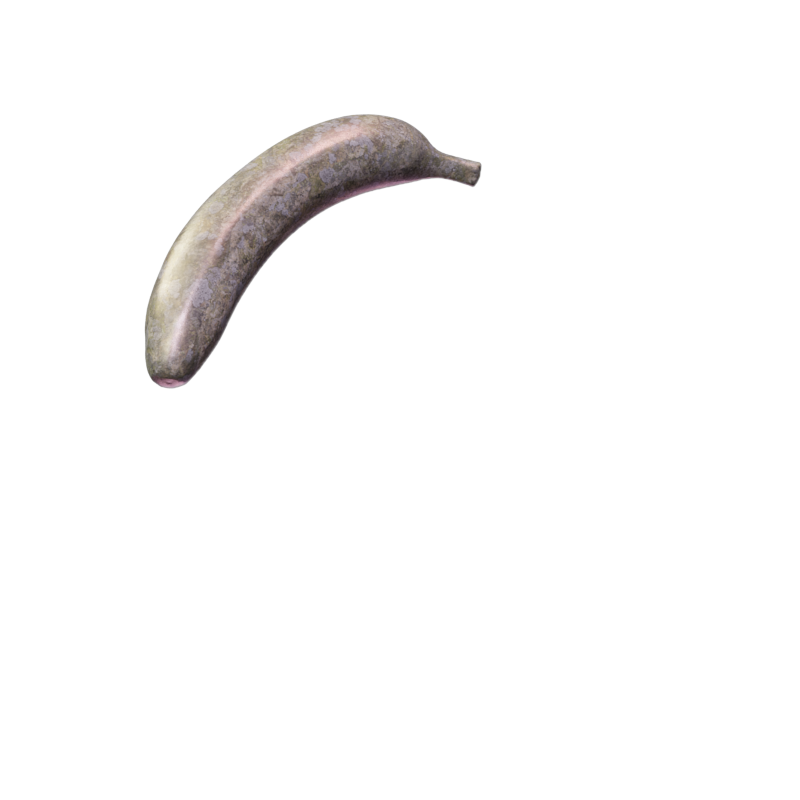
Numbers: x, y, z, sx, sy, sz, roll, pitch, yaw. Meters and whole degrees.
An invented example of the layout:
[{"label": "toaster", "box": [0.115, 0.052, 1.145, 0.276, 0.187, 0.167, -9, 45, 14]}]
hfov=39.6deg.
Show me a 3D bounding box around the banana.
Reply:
[{"label": "banana", "box": [-0.049, -0.081, 0.490, 0.074, 0.034, 0.200, 34, 55, 27]}]
